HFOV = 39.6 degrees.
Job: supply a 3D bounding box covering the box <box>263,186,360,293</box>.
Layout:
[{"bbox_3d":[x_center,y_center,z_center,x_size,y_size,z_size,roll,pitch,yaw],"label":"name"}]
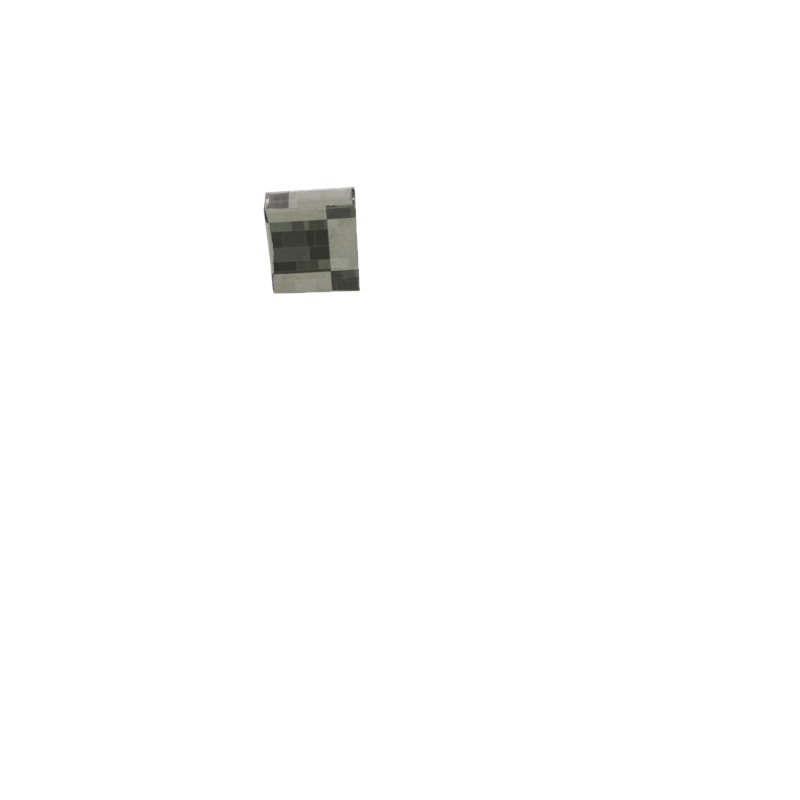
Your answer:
[{"bbox_3d":[-0.071,-0.130,0.908,0.073,0.083,0.032,-2,38,1],"label":"box"}]
